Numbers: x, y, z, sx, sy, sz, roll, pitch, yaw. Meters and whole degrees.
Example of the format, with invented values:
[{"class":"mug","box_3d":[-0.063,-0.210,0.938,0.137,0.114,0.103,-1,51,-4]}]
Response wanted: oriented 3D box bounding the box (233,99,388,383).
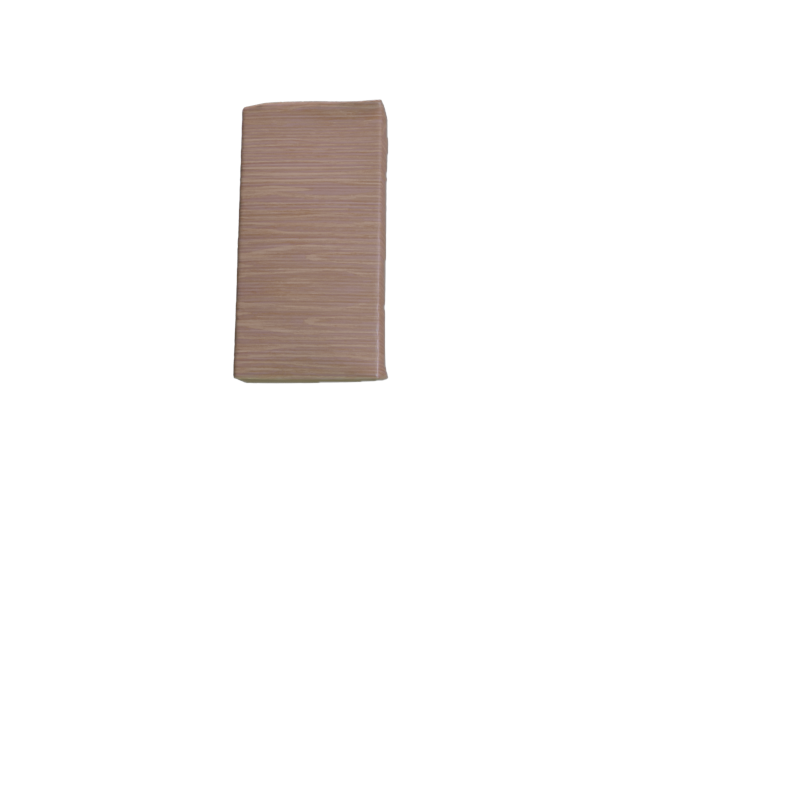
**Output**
[{"class":"box","box_3d":[-0.055,-0.100,0.700,0.094,0.180,0.046,-2,-9,7]}]
